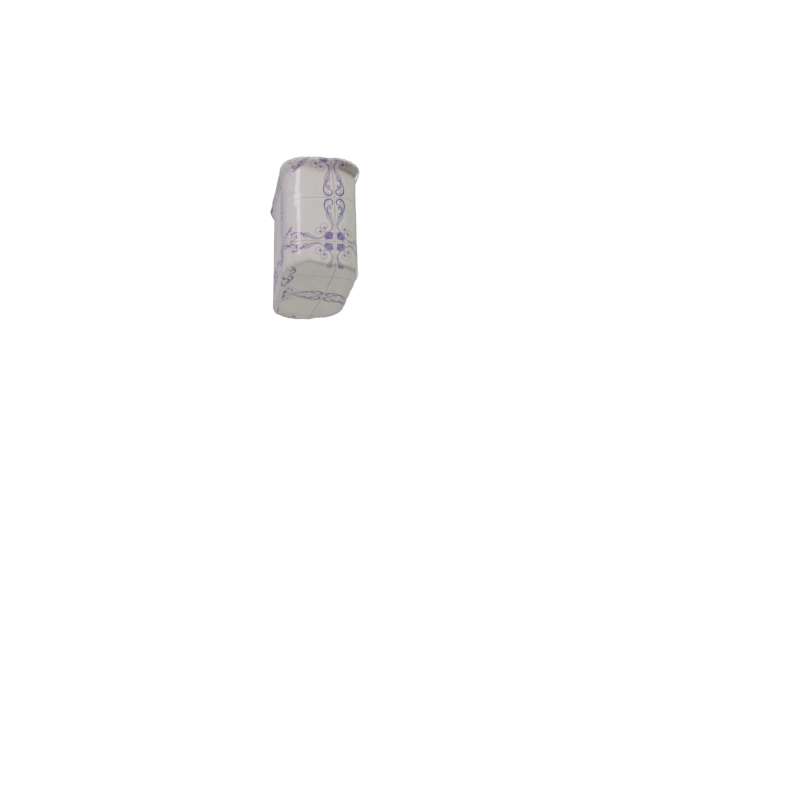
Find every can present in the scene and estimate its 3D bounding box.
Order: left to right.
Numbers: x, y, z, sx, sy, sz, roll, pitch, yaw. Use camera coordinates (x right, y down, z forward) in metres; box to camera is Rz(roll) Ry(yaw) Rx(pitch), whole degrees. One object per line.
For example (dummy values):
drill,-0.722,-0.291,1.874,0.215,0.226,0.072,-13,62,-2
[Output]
can,-0.063,-0.115,0.804,0.057,0.088,0.098,3,-23,-11
